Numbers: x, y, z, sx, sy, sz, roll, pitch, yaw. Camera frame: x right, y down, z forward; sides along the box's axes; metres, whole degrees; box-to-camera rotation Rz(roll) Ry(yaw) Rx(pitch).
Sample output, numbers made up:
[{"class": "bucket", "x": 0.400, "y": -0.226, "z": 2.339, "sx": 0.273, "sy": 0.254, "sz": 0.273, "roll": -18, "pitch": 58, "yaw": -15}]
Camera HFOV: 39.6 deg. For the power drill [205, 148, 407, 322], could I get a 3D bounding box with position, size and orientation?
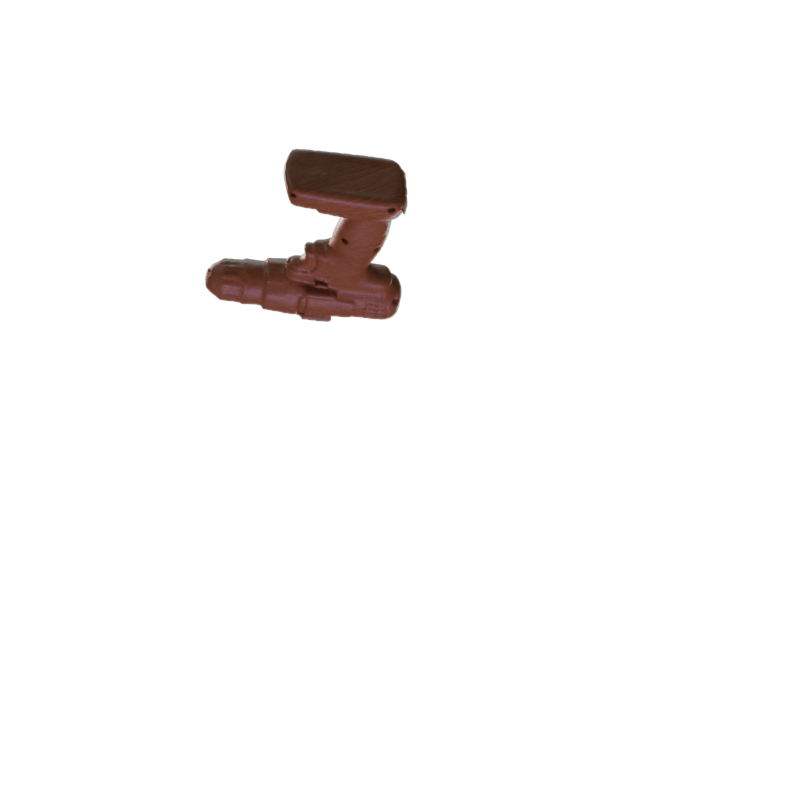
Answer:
[{"class": "power drill", "x": -0.078, "y": -0.141, "z": 0.991, "sx": 0.182, "sy": 0.061, "sz": 0.177, "roll": 5, "pitch": -33, "yaw": -8}]
